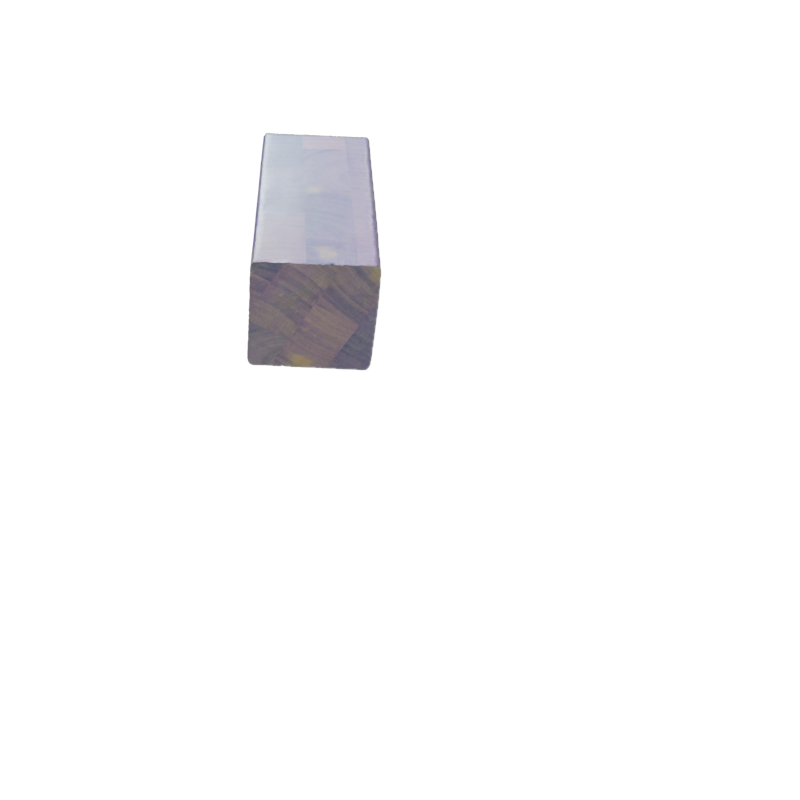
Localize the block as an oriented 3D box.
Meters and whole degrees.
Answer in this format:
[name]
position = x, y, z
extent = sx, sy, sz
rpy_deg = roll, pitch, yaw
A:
[block]
position = -0.067, -0.122, 0.858
extent = 0.090, 0.085, 0.220
rpy_deg = 2, 36, -5
